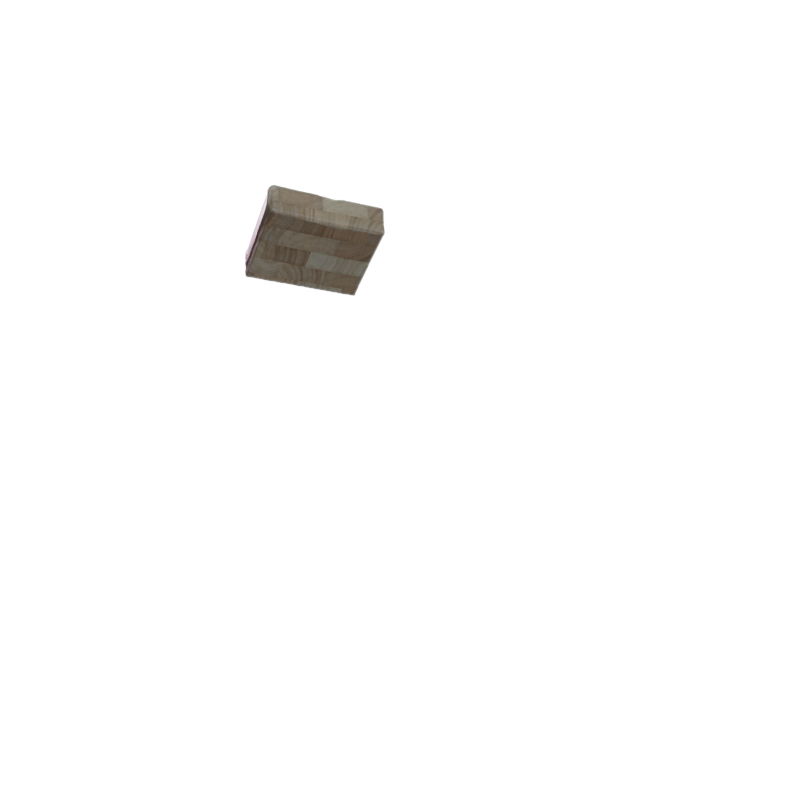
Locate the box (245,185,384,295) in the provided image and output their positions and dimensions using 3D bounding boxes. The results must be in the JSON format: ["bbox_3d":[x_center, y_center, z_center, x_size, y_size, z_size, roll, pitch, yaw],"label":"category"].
[{"bbox_3d":[-0.065,-0.118,0.825,0.087,0.032,0.070,11,-41,-13],"label":"box"}]
